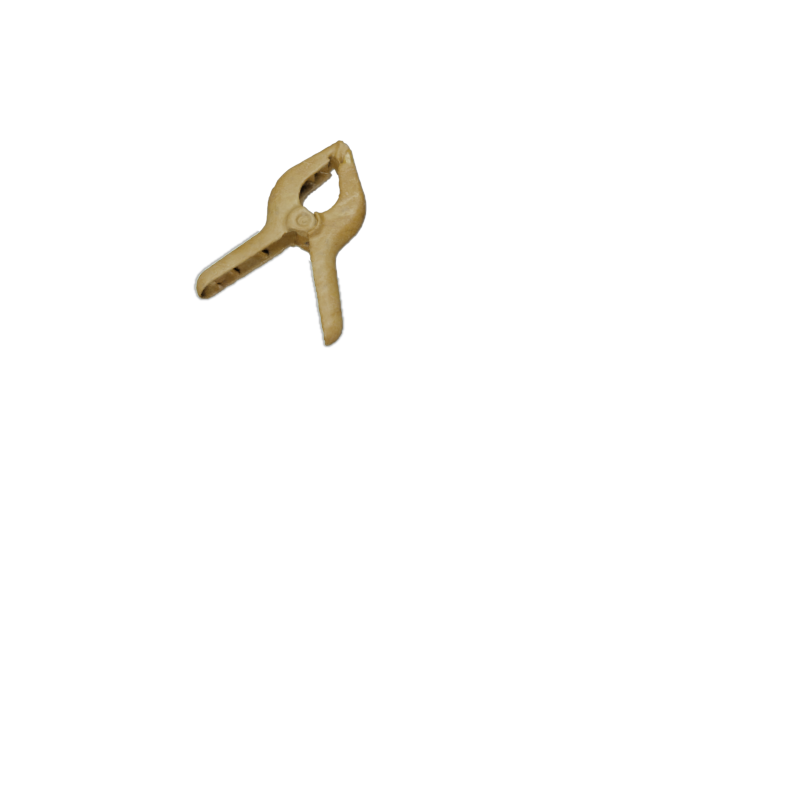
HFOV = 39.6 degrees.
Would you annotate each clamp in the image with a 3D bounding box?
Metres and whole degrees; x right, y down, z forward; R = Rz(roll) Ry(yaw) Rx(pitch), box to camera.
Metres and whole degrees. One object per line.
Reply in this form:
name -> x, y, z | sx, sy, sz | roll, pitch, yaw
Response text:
clamp -> -0.068, -0.125, 0.873 | 0.123, 0.175, 0.037 | 29, -19, 10
